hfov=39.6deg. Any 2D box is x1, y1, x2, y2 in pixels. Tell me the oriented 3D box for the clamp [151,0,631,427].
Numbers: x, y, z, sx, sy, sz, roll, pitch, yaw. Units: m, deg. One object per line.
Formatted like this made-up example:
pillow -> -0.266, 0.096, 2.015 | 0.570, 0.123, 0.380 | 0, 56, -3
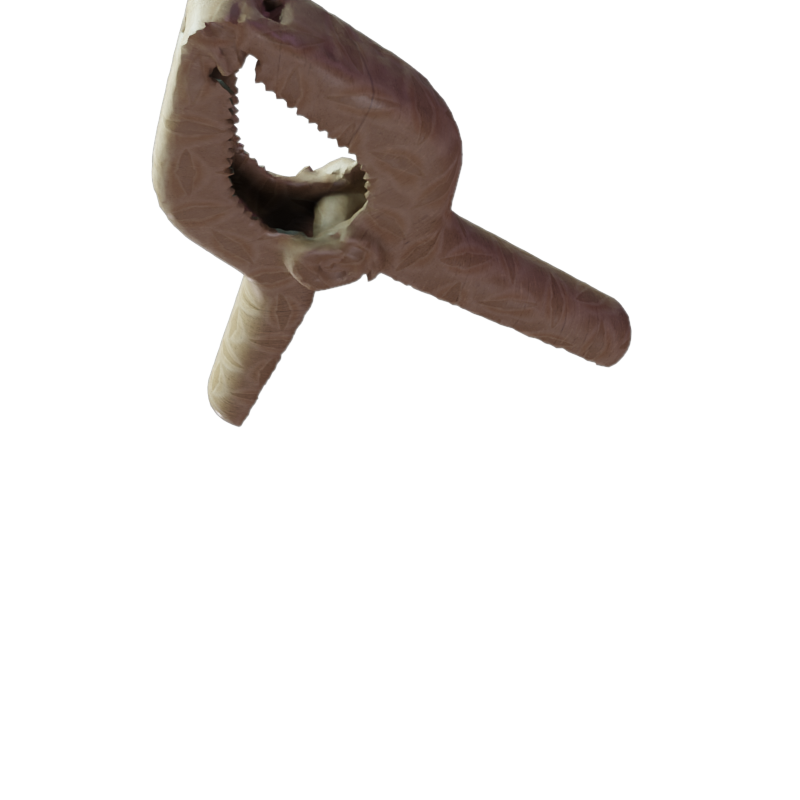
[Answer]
clamp -> -0.029, -0.052, 0.366 | 0.166, 0.039, 0.194 | -14, -36, 20
